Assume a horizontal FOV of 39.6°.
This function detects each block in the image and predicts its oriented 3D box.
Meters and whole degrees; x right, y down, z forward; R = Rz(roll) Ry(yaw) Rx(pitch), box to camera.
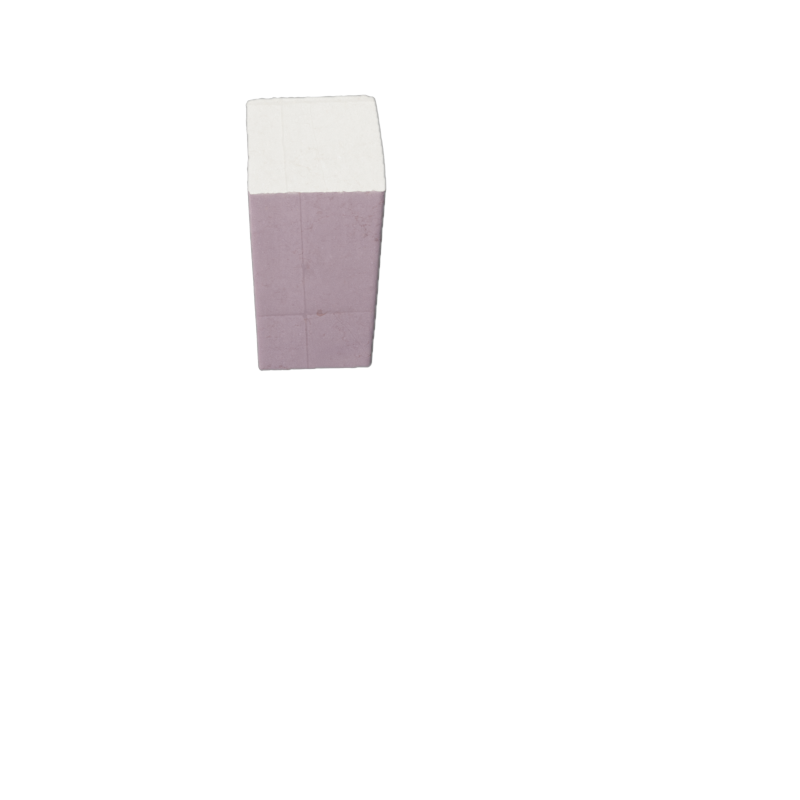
[{"bbox_3d":[-0.063,-0.116,0.807,0.090,0.097,0.193,-2,-34,-5],"label":"block"}]
